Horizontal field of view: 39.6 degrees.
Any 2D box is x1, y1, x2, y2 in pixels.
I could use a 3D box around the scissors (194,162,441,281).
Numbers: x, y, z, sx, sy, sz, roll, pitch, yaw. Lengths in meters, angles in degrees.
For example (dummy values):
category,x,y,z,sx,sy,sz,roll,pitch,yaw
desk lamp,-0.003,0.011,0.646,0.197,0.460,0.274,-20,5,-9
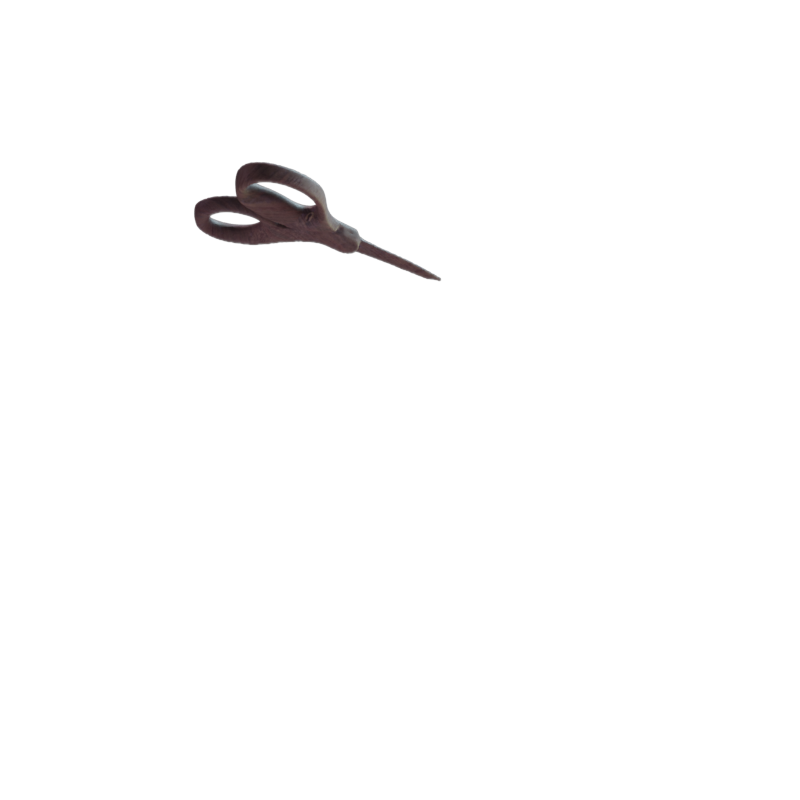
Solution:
category,x,y,z,sx,sy,sz,roll,pitch,yaw
scissors,-0.058,-0.106,0.743,0.098,0.017,0.188,-11,-22,27
